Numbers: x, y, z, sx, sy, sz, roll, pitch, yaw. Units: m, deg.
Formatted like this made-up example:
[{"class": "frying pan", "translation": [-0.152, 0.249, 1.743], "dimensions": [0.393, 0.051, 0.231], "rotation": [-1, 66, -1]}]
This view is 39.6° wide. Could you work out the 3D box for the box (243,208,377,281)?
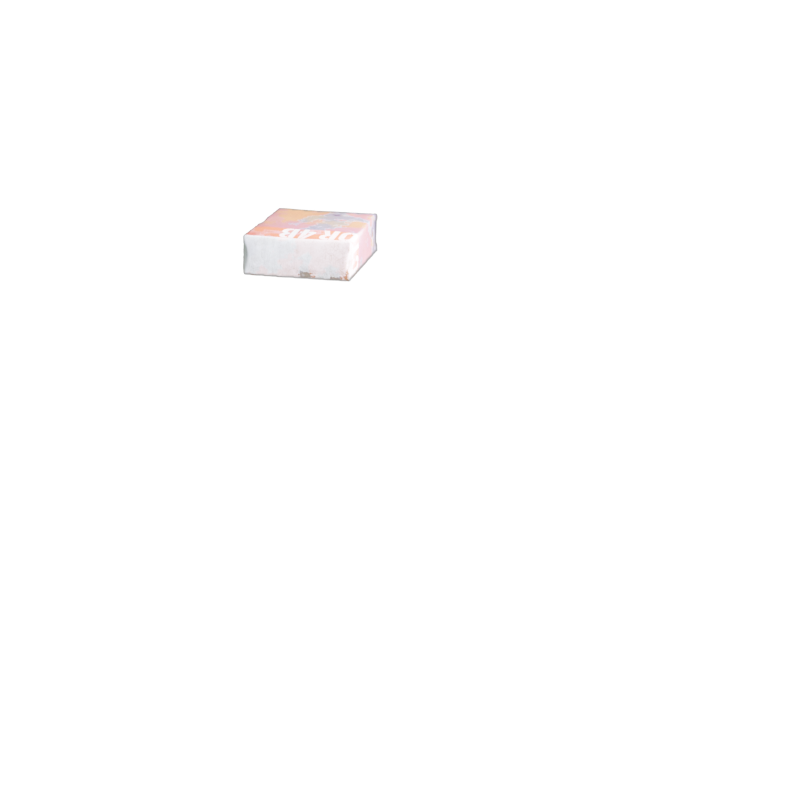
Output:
[{"class": "box", "translation": [-0.059, -0.108, 0.755], "dimensions": [0.074, 0.029, 0.091], "rotation": [5, 22, 12]}]
